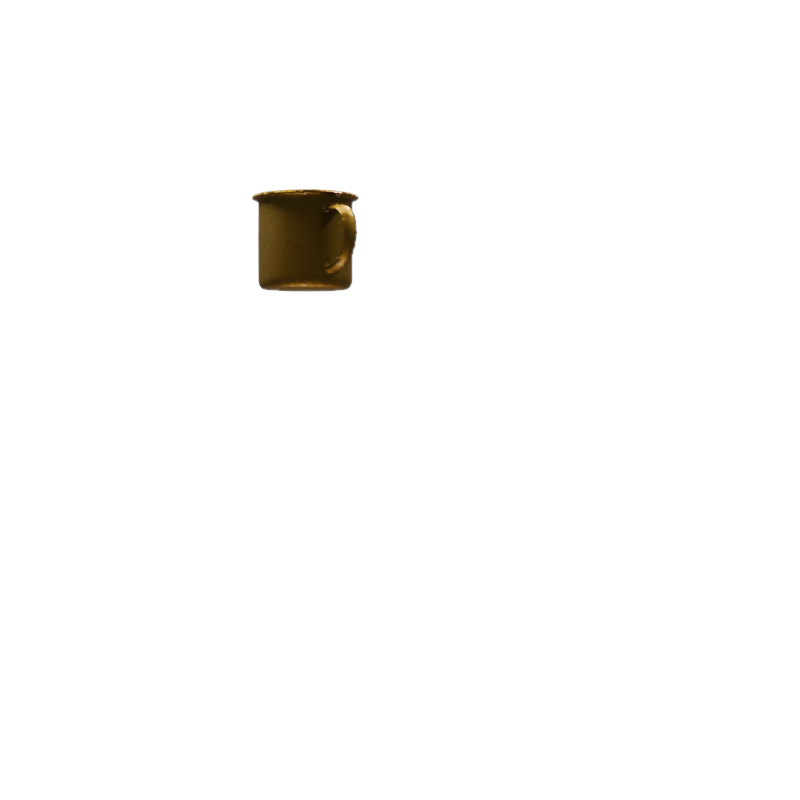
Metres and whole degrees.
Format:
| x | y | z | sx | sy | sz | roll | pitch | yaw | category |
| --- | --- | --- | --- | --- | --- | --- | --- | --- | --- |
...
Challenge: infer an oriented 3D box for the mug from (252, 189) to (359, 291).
| x | y | z | sx | sy | sz | roll | pitch | yaw | category |
| --- | --- | --- | --- | --- | --- | --- | --- | --- | --- |
| -0.075 | -0.136 | 0.953 | 0.089 | 0.082 | 0.121 | 1 | -1 | -38 | mug |
